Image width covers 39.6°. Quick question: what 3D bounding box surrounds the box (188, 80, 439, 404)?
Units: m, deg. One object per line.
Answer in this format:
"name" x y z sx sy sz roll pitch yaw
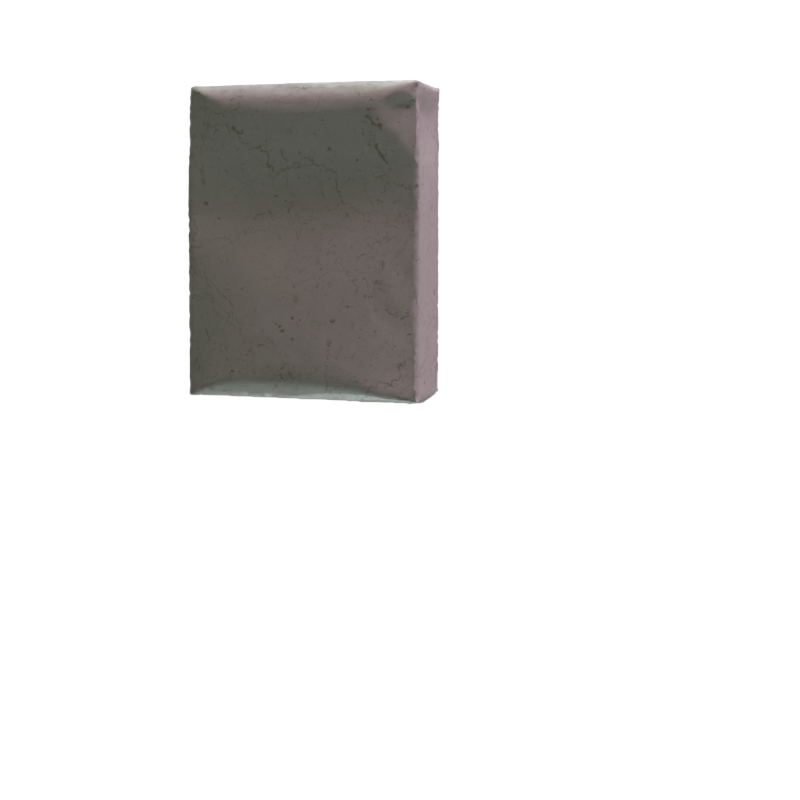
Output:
"box" -0.059 -0.108 0.759 0.168 0.212 0.071 2 3 16
